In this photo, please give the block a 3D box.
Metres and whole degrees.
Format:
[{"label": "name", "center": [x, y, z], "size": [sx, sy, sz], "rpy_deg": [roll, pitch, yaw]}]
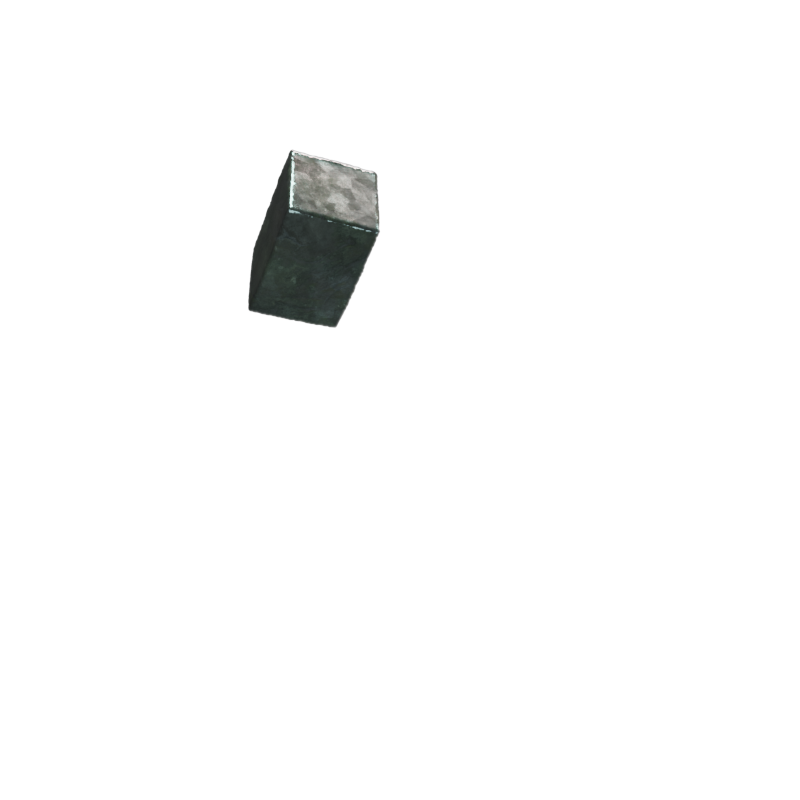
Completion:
[{"label": "block", "center": [-0.048, -0.087, 0.612], "size": [0.051, 0.055, 0.074], "rpy_deg": [14, -48, -15]}]
